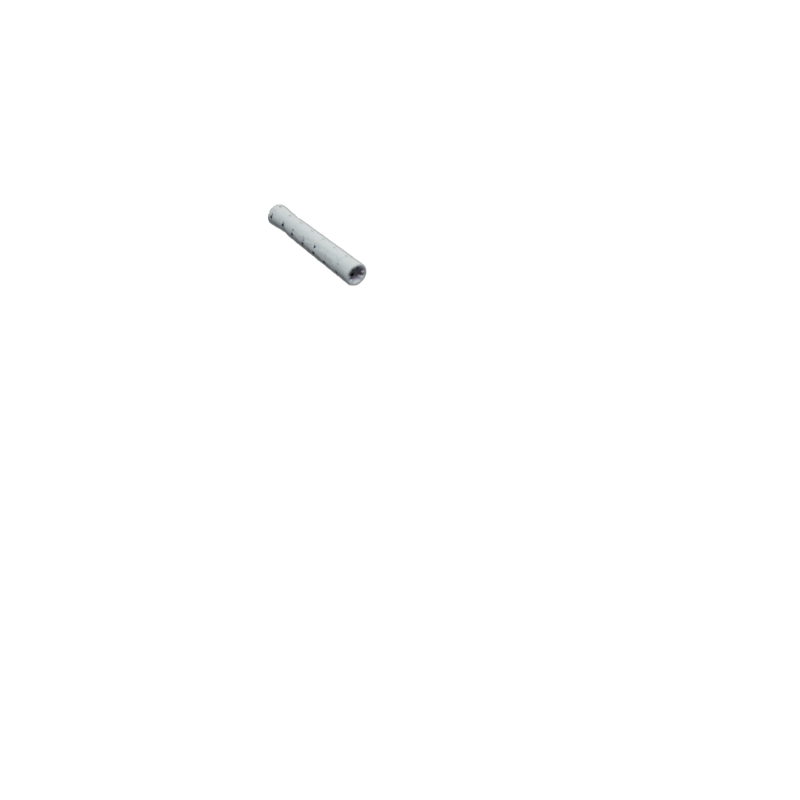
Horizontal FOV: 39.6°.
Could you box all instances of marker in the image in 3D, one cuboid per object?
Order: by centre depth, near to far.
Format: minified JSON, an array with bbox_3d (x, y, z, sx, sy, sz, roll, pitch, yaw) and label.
[{"bbox_3d":[-0.068,-0.124,0.869,0.019,0.019,0.130,-3,30,-37],"label":"marker"}]
